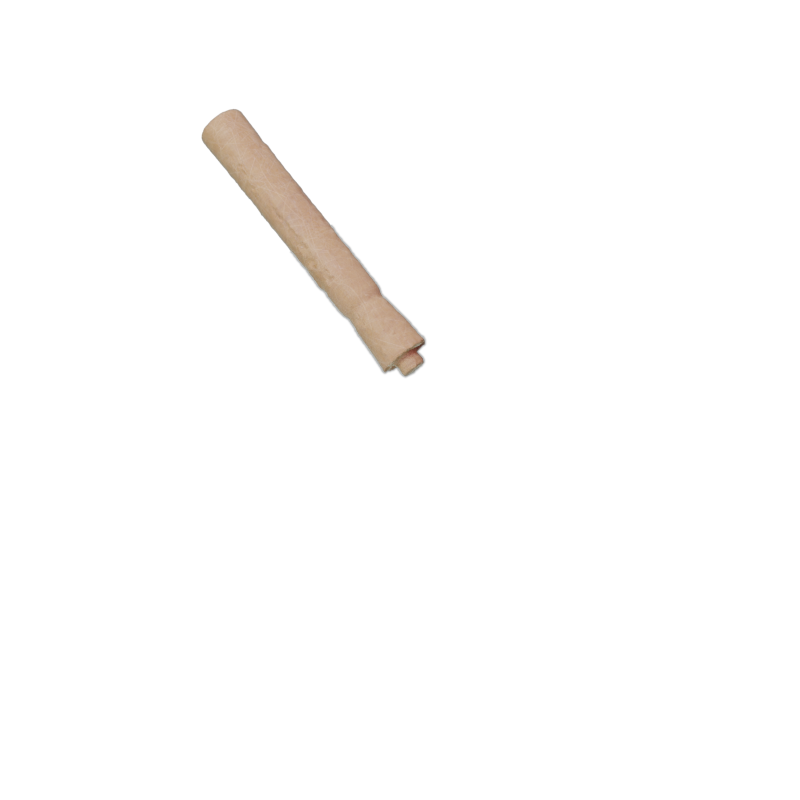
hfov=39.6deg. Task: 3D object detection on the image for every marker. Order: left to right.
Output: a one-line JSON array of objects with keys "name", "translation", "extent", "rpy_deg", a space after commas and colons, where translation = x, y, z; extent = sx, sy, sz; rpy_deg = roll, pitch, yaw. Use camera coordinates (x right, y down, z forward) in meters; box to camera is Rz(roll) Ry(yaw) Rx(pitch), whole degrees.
[{"name": "marker", "translation": [-0.032, -0.058, 0.409], "extent": [0.020, 0.126, 0.019], "rpy_deg": [-34, -17, -12]}]
